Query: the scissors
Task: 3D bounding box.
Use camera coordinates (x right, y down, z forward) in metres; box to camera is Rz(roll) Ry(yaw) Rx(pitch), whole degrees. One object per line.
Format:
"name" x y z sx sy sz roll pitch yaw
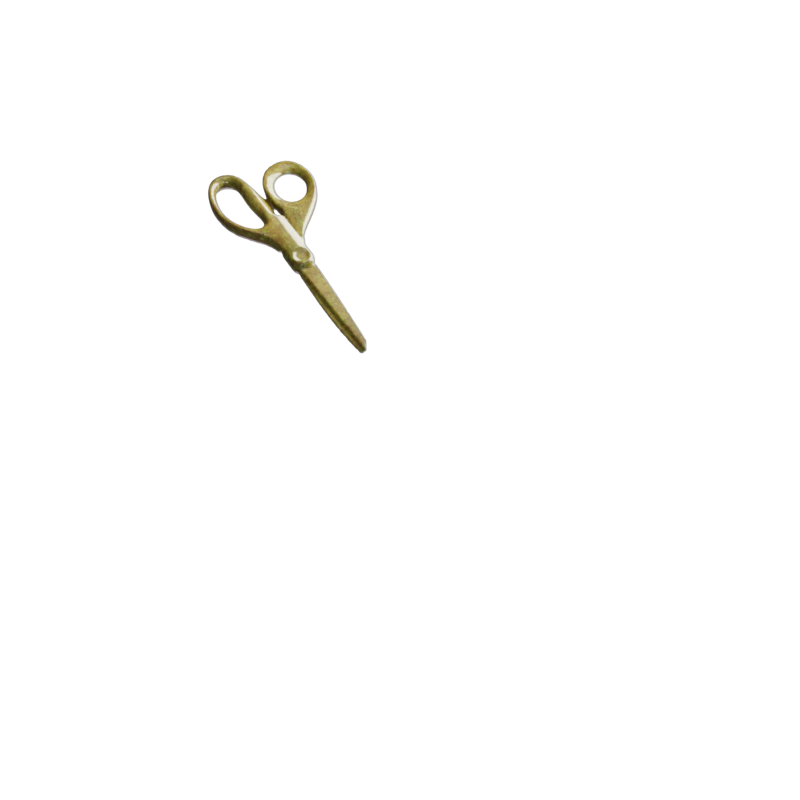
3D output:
"scissors" -0.068 -0.124 0.868 0.097 0.015 0.214 -38 62 -25
